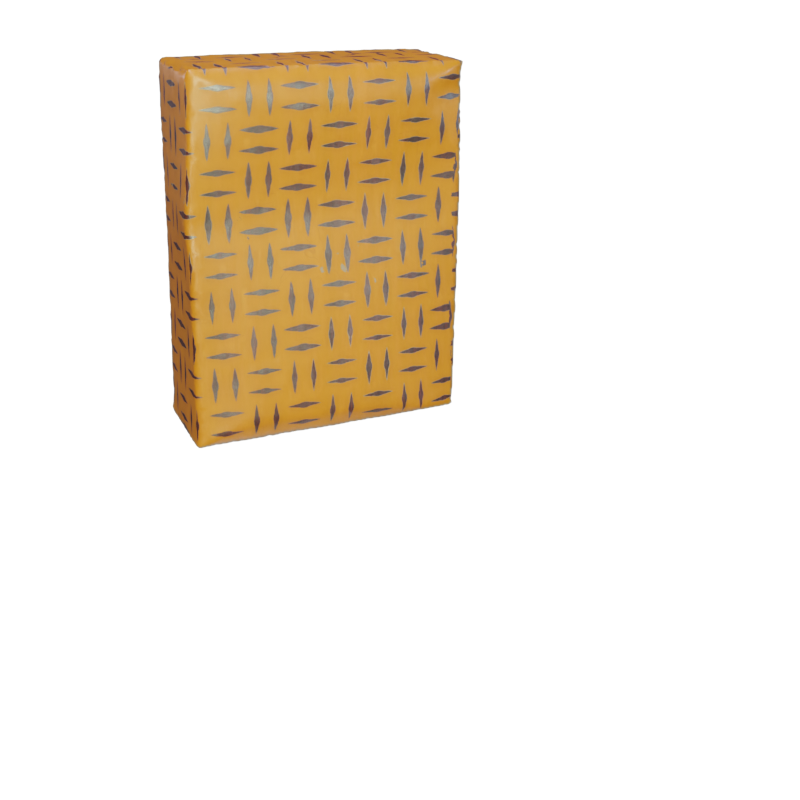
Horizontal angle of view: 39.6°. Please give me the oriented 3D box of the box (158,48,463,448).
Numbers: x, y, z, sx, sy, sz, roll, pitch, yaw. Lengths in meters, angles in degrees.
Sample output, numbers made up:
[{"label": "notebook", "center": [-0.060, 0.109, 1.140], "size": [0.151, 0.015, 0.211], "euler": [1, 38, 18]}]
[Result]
[{"label": "box", "center": [-0.051, -0.092, 0.645], "size": [0.161, 0.206, 0.076], "euler": [-7, 18, -21]}]
